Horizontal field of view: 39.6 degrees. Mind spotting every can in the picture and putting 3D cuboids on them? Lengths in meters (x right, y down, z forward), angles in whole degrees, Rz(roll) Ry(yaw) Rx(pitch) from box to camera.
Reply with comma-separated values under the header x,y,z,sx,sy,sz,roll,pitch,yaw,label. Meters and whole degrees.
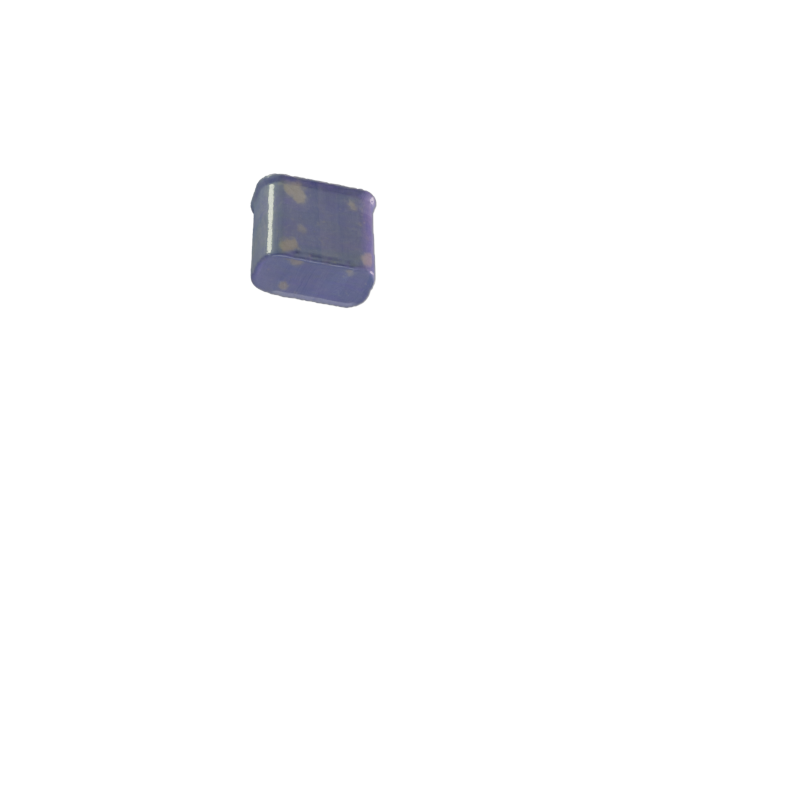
x,y,z,sx,sy,sz,roll,pitch,yaw,label
-0.070,-0.127,0.892,0.100,0.090,0.055,9,-38,-14,can
